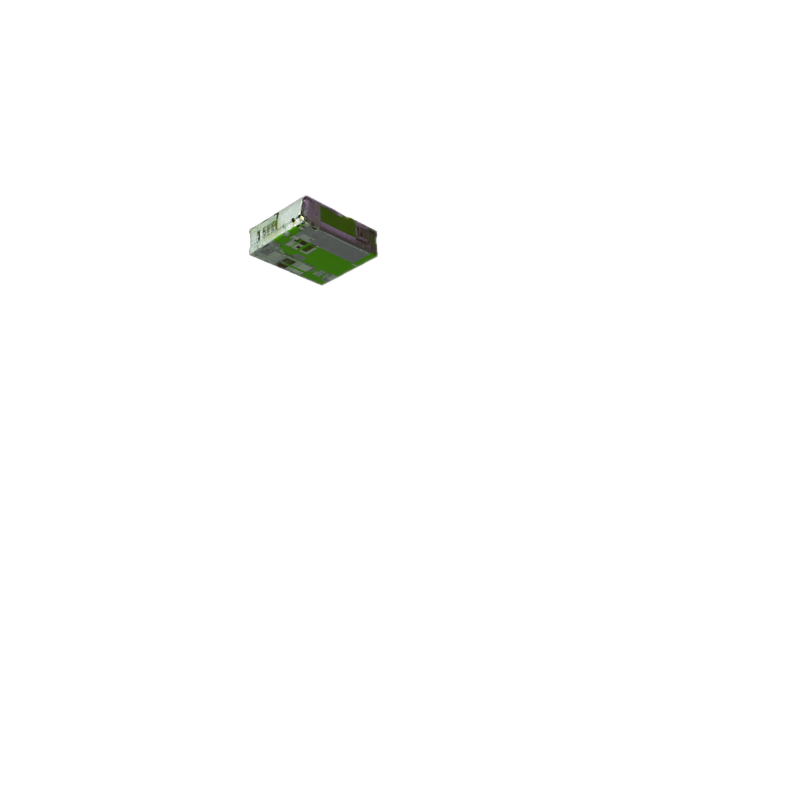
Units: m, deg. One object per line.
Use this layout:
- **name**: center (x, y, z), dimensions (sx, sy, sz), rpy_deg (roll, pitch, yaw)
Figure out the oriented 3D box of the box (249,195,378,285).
- **box**: center (-0.076, -0.138, 0.964), dimensions (0.084, 0.032, 0.073), rpy_deg (22, -34, -38)
